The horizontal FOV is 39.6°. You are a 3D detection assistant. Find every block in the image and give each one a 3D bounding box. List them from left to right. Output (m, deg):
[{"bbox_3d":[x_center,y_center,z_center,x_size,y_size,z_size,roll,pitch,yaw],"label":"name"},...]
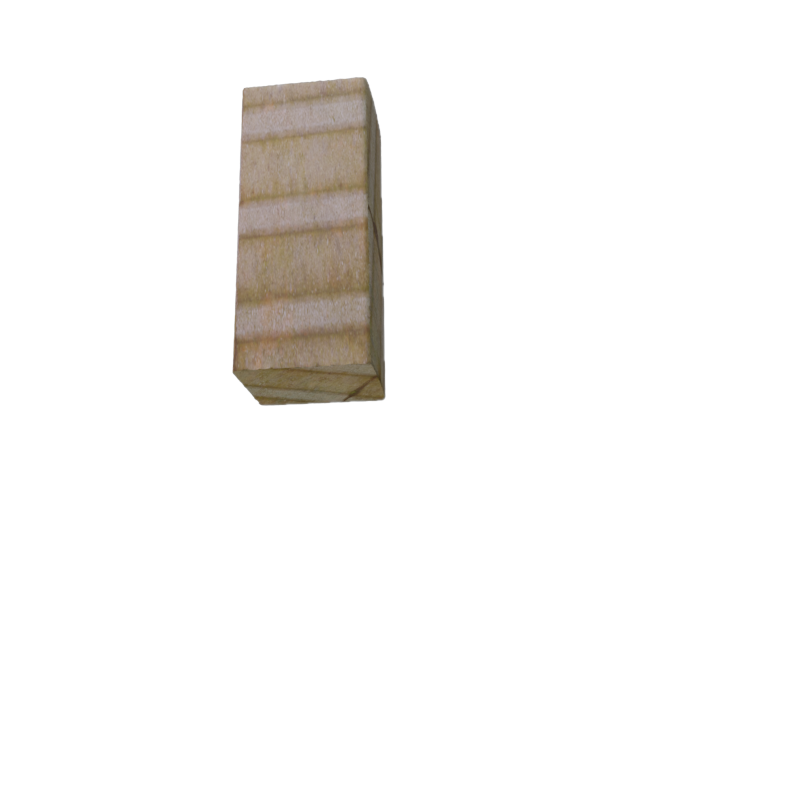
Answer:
[{"bbox_3d":[-0.060,-0.109,0.767,0.091,0.217,0.085,-4,-21,7],"label":"block"}]
